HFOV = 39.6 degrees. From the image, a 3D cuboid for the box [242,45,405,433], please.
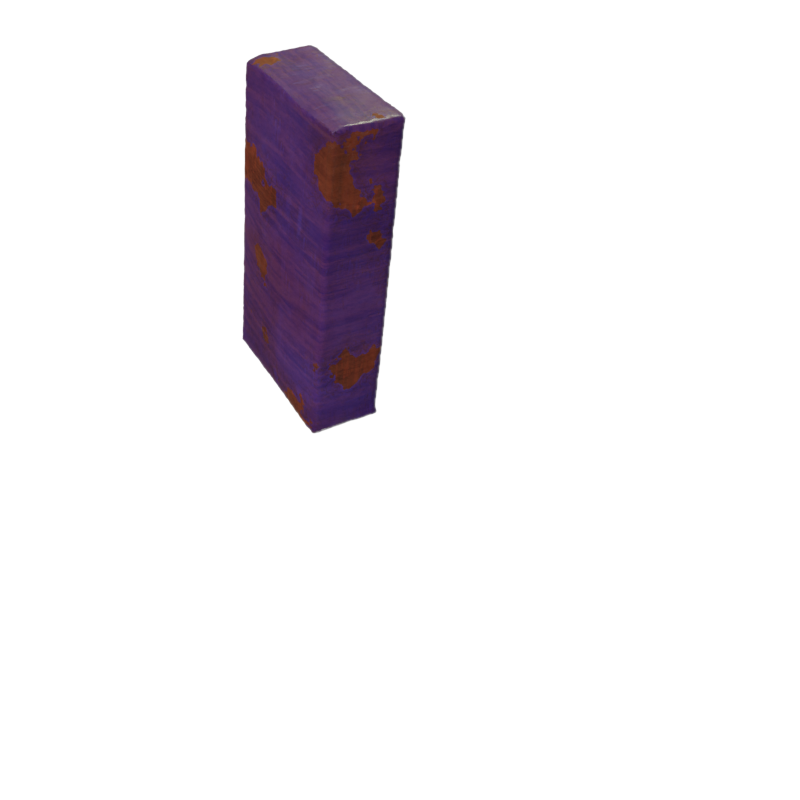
[{"bbox_3d":[-0.045,-0.081,0.565,0.047,0.165,0.101,-17,40,-25],"label":"box"}]
